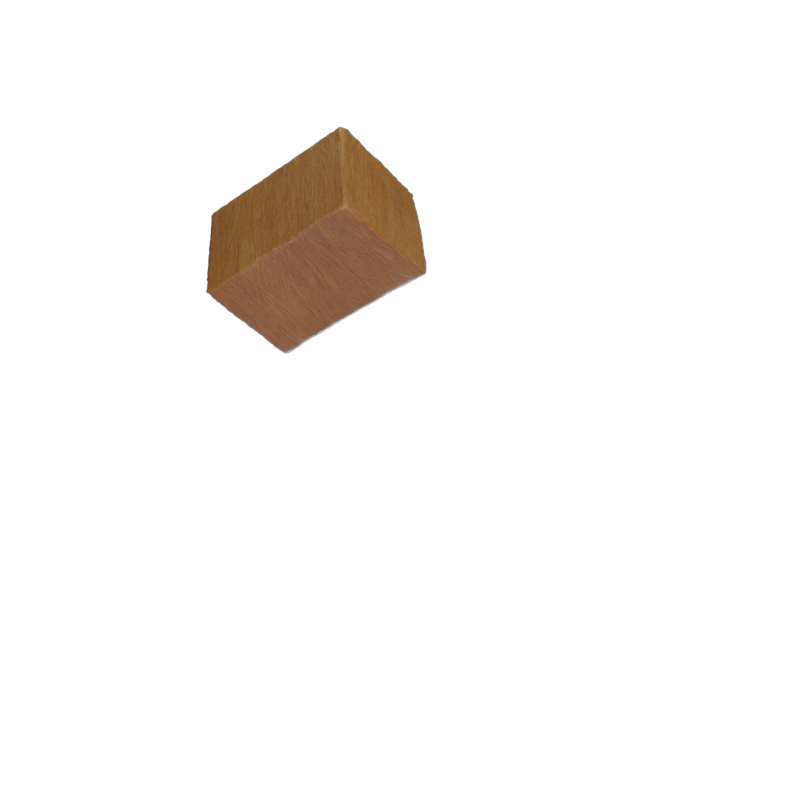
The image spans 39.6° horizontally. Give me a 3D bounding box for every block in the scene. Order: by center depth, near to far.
[{"bbox_3d":[-0.037,-0.067,0.469,0.078,0.055,0.049,-28,-49,26],"label":"block"}]
